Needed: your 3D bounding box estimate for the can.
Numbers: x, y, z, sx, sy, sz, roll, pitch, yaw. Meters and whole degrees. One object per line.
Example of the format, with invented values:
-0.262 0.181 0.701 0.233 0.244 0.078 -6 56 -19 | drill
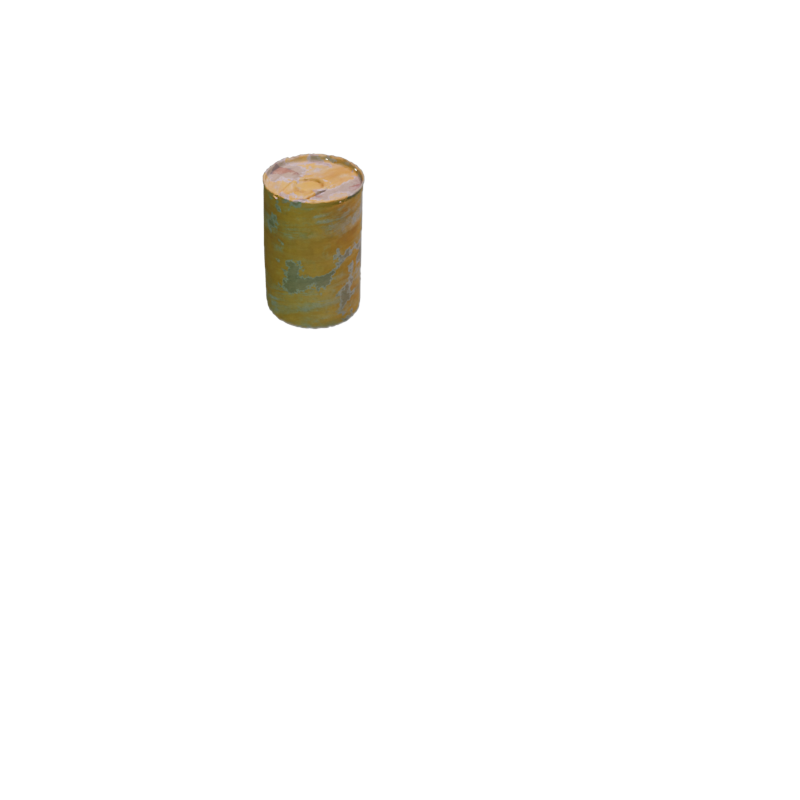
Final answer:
-0.060 -0.109 0.762 0.068 0.096 0.073 0 35 -3 | can
